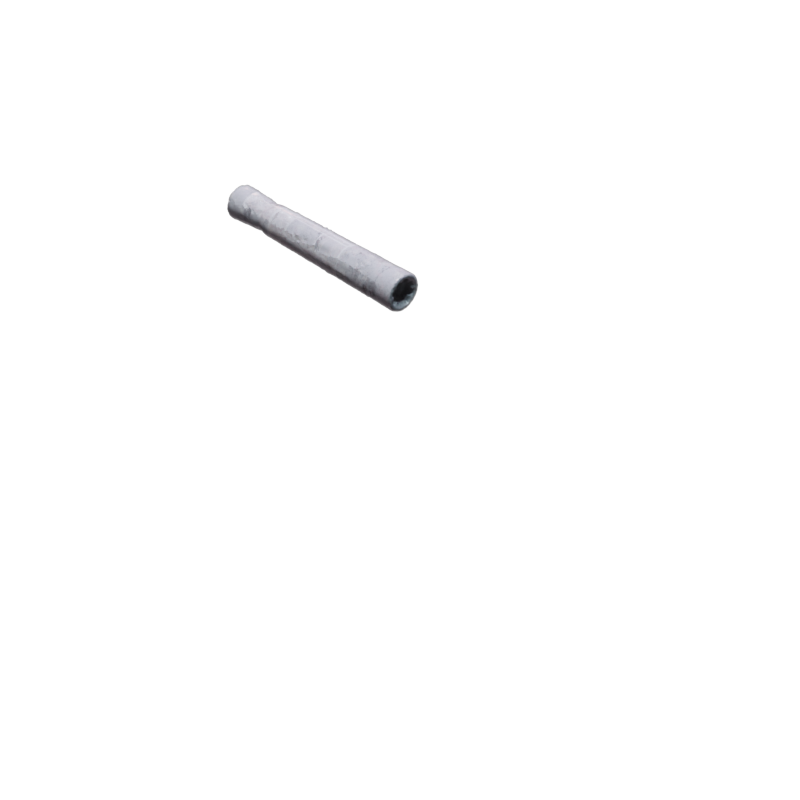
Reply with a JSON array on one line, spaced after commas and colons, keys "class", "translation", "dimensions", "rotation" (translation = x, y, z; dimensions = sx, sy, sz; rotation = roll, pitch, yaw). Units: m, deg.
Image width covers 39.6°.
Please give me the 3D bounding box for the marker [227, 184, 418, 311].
[{"class": "marker", "translation": [-0.041, -0.075, 0.526], "dimensions": [0.019, 0.019, 0.129], "rotation": [-3, 28, -46]}]
